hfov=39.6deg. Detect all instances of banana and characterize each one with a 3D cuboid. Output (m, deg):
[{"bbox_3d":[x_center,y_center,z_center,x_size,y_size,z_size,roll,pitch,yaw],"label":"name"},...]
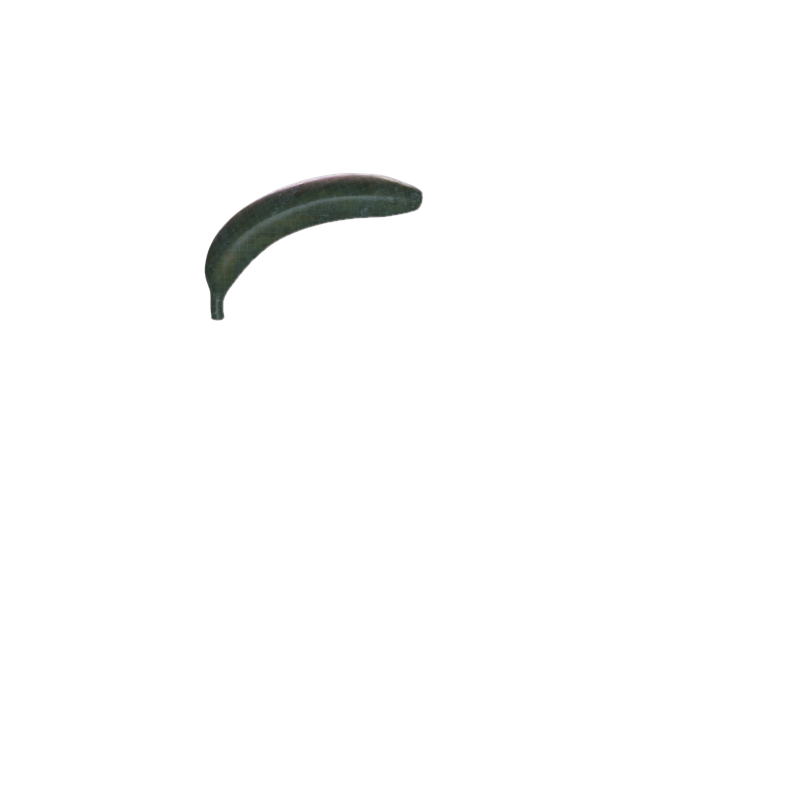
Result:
[{"bbox_3d":[-0.082,-0.138,0.878,0.198,0.066,0.039,-27,24,12],"label":"banana"}]
